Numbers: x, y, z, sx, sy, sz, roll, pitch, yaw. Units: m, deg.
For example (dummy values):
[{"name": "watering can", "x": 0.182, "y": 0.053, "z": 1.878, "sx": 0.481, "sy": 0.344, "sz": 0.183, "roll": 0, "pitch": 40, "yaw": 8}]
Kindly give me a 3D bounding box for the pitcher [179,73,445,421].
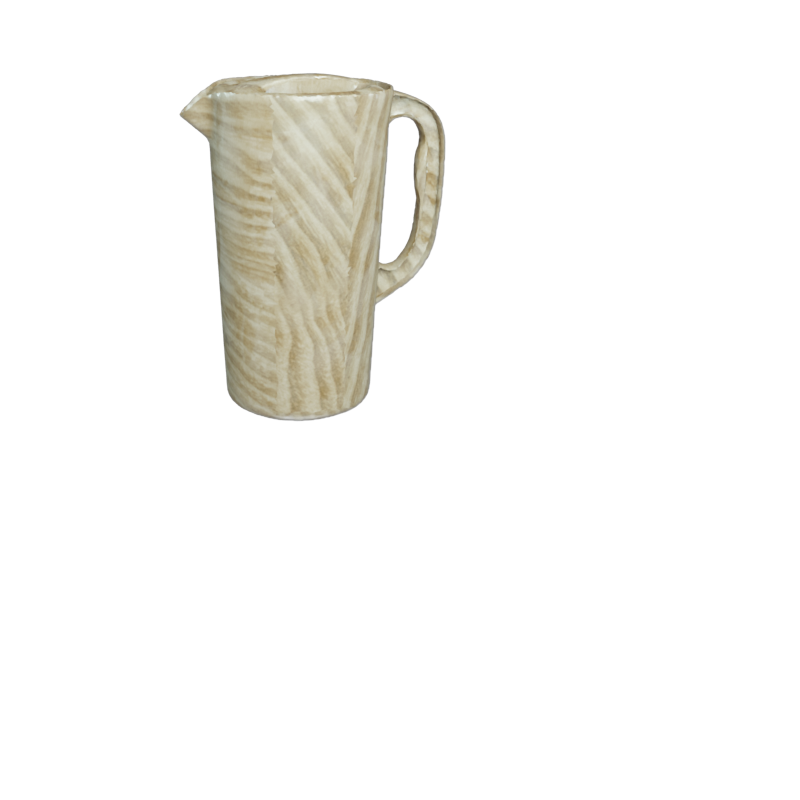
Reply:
[{"name": "pitcher", "x": -0.063, "y": -0.115, "z": 0.808, "sx": 0.156, "sy": 0.234, "sz": 0.144, "roll": 12, "pitch": 20, "yaw": 31}]
